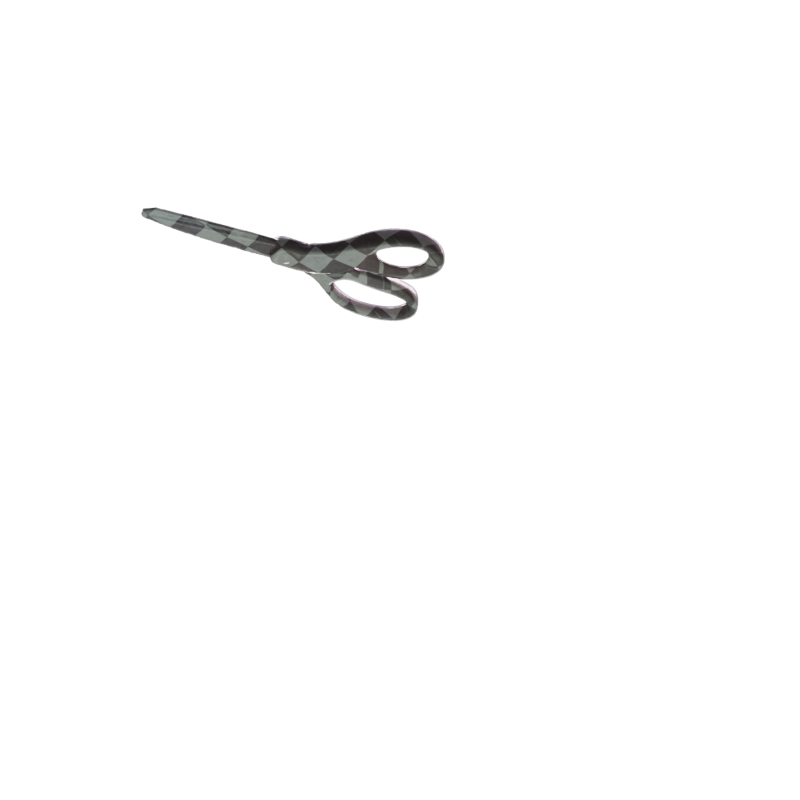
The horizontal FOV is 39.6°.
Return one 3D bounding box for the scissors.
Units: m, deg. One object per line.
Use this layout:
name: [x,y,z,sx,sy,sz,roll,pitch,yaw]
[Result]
scissors: [-0.056,-0.102,0.712,0.190,0.017,0.095,25,-41,-32]
